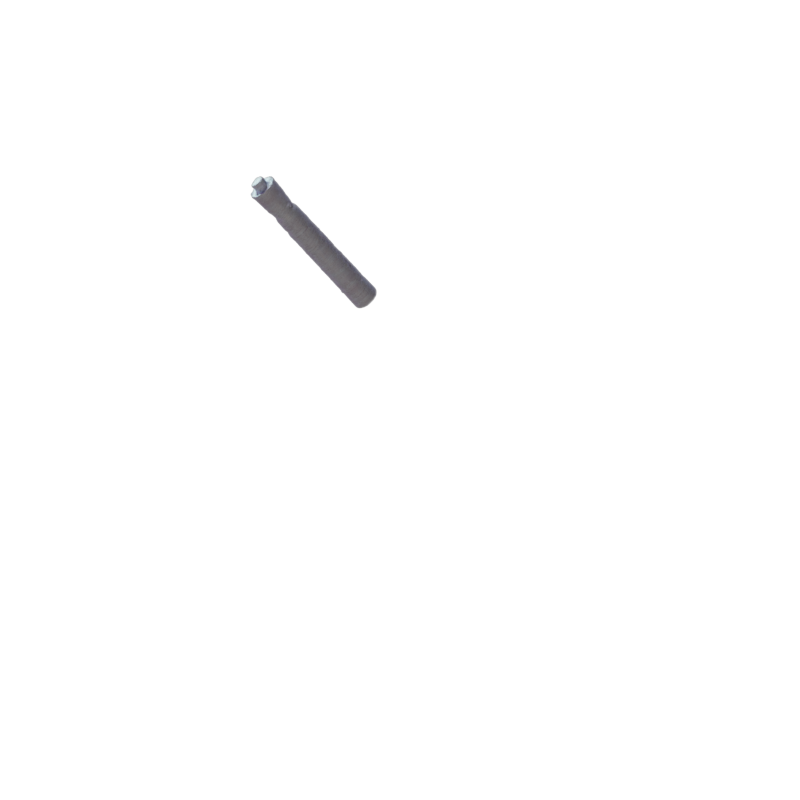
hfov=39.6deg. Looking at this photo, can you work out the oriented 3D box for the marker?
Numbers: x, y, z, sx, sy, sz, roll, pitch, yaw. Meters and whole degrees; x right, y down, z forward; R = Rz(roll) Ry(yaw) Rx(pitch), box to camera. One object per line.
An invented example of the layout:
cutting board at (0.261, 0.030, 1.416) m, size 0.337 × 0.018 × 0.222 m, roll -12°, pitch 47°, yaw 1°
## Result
marker at (-0.058, -0.106, 0.744) m, size 0.113 × 0.020 × 0.020 m, roll 45°, pitch -24°, yaw -29°
